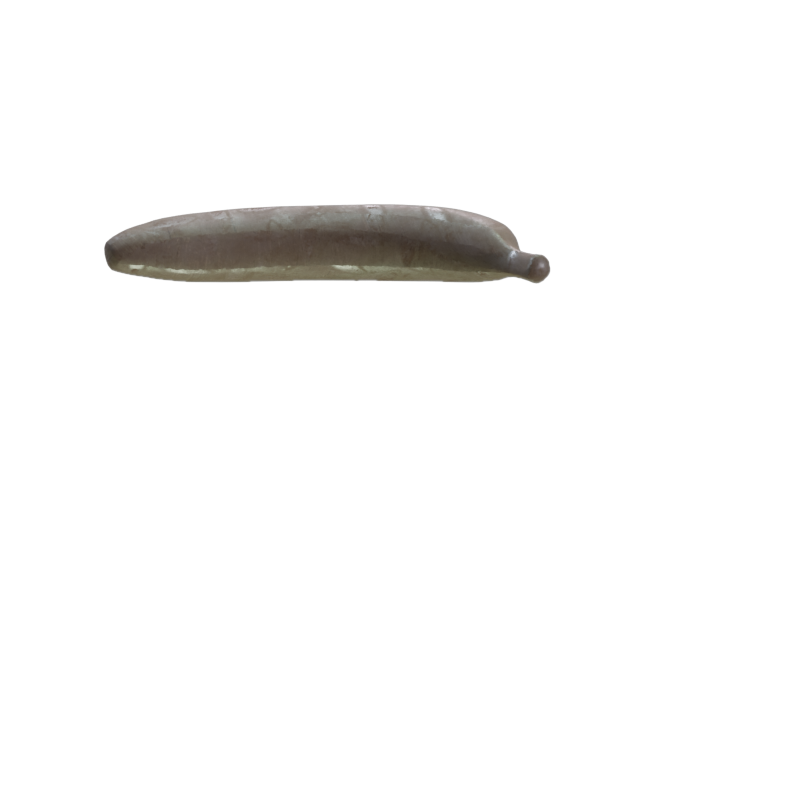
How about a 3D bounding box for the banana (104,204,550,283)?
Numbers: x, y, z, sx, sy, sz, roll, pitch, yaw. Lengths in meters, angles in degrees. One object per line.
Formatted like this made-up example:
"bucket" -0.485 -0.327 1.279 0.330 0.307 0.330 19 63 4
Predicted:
"banana" -0.033 -0.073 0.512 0.200 0.037 0.069 1 5 9
